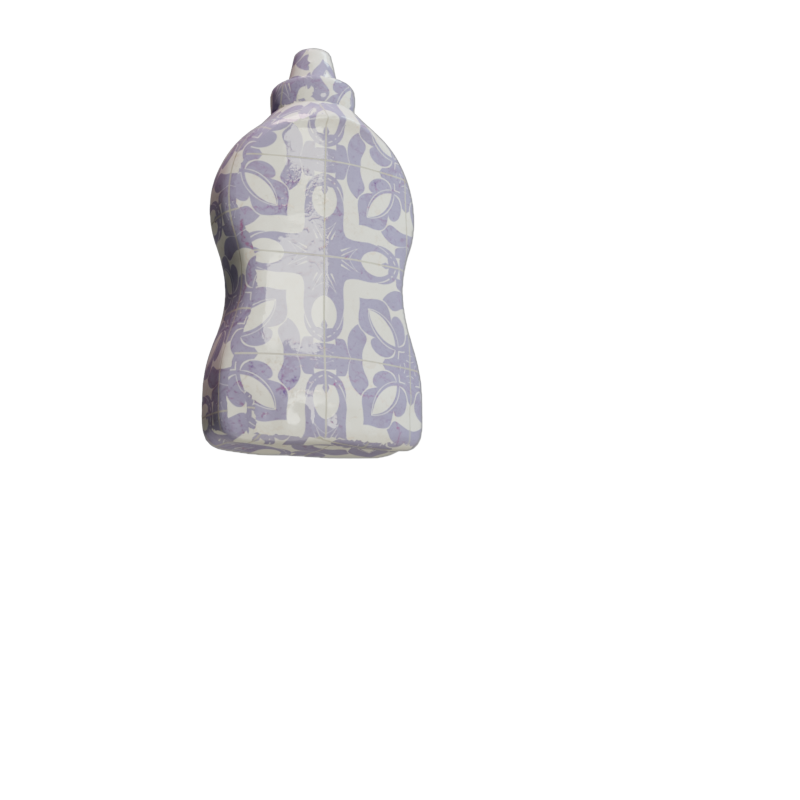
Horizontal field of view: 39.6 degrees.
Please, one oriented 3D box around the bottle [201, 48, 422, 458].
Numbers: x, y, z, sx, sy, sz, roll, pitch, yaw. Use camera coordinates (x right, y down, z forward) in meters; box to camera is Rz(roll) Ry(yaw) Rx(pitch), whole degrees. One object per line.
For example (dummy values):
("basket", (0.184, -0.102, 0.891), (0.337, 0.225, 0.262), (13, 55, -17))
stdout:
("bottle", (-0.040, -0.073, 0.511), (0.093, 0.199, 0.058), (5, -18, -21))
